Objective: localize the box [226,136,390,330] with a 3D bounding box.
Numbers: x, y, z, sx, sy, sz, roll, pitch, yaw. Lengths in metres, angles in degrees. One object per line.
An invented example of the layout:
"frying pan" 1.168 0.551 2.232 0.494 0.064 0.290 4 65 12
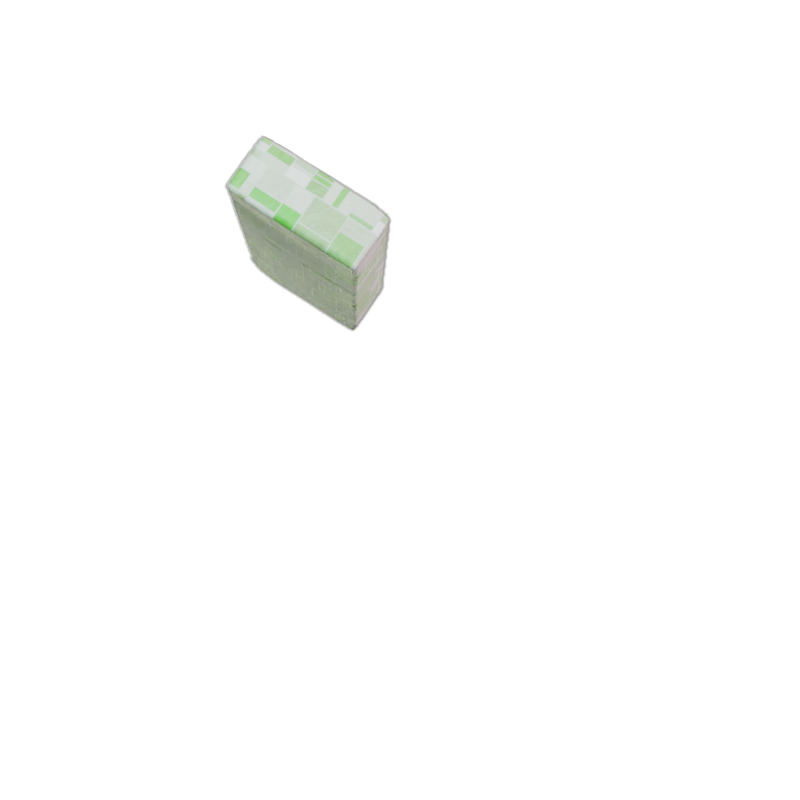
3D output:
"box" -0.056 -0.103 0.717 0.095 0.049 0.171 34 -11 4
